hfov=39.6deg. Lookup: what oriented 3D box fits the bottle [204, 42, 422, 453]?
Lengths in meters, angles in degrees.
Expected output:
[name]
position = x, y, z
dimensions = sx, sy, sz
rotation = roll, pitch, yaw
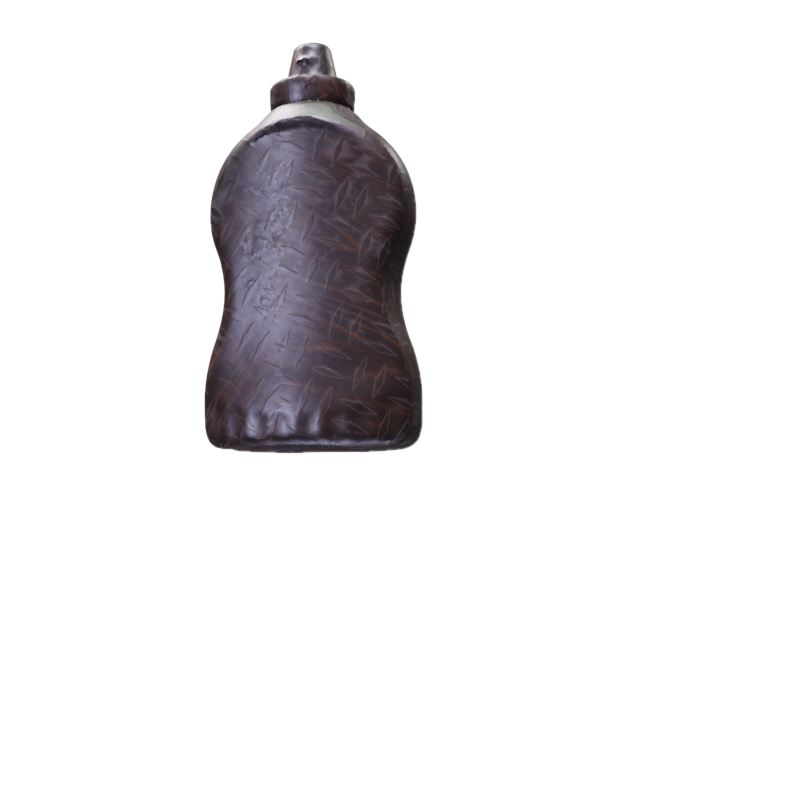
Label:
[bottle]
position = -0.041, -0.074, 0.516
dimensions = 0.098, 0.198, 0.056
rotation = -4, -13, 16
